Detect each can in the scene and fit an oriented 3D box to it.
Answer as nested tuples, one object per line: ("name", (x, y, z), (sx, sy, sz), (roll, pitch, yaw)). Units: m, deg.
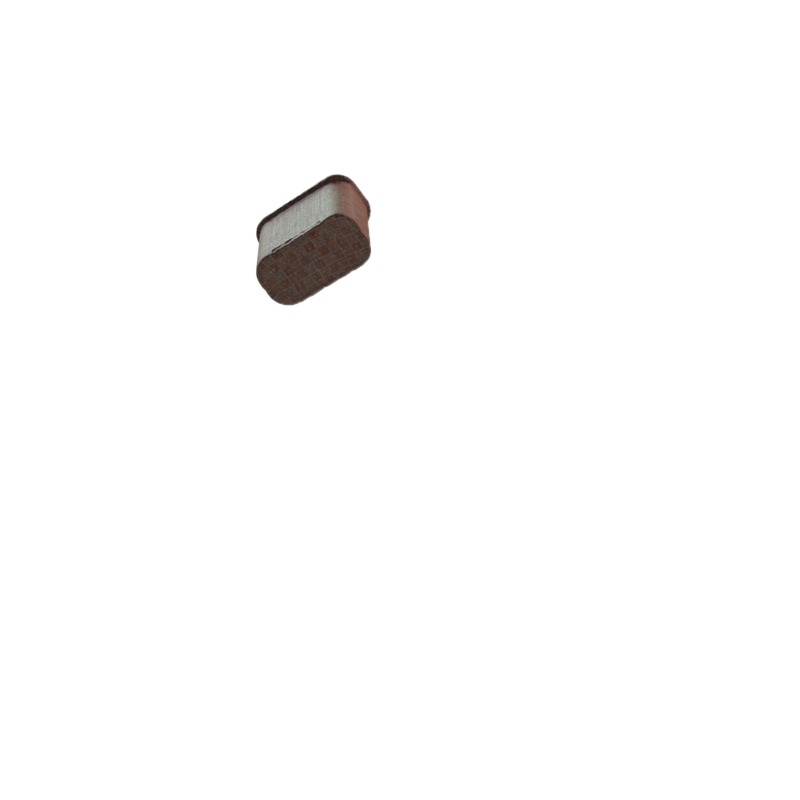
("can", (-0.074, -0.134, 0.939), (0.102, 0.054, 0.089), (-30, 27, 14))
